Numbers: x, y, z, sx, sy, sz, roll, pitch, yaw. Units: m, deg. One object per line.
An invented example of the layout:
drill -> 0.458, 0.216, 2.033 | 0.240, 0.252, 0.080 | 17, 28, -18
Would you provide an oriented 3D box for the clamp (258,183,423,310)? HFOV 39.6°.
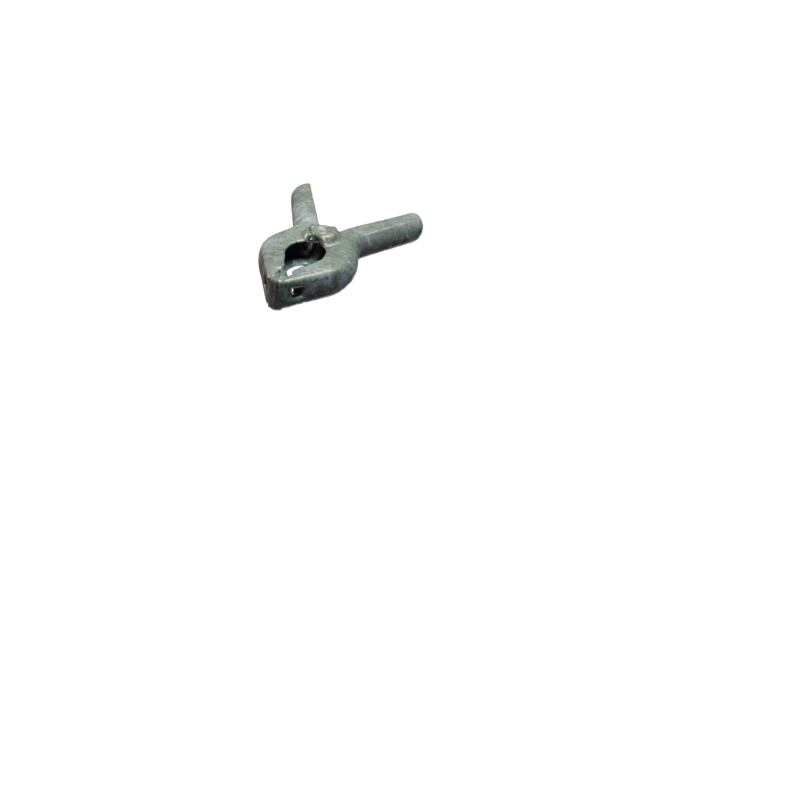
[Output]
clamp -> -0.071, -0.130, 0.908 | 0.126, 0.037, 0.173 | 18, 36, 27
